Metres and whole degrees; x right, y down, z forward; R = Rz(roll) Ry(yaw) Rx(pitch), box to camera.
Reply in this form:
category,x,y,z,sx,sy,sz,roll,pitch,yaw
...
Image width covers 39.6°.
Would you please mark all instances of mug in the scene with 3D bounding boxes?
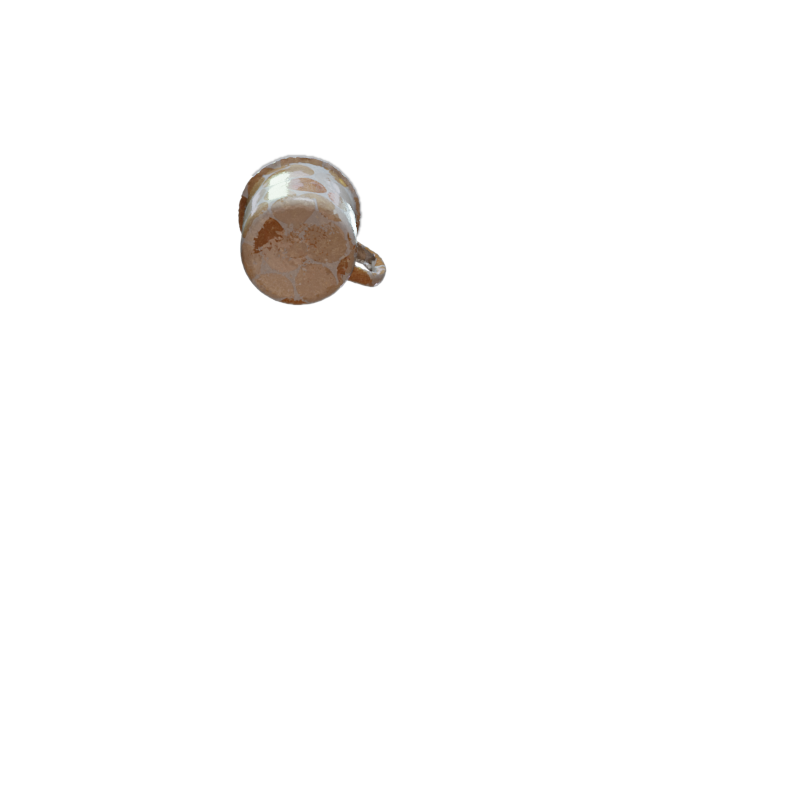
category,x,y,z,sx,sy,sz,roll,pitch,yaw
mug,-0.063,-0.114,0.801,0.114,0.091,0.086,29,21,-14
